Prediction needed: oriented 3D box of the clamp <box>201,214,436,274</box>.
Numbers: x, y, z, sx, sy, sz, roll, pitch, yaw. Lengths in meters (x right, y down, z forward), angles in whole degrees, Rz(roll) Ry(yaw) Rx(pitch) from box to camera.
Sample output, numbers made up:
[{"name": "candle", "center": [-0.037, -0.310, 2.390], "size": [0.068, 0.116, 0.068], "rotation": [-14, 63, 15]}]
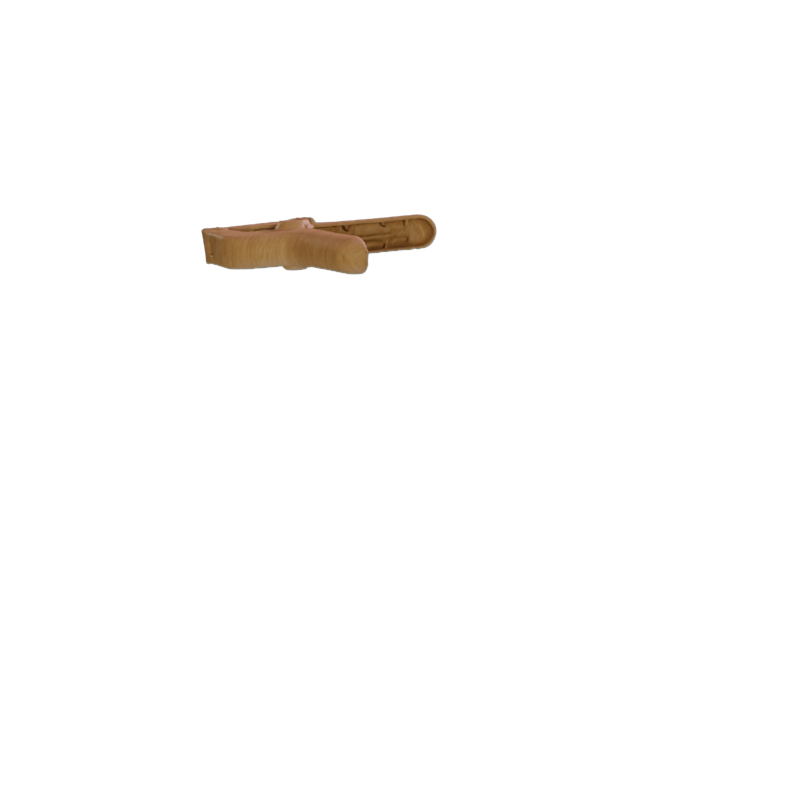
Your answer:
[{"name": "clamp", "center": [-0.062, -0.114, 0.798], "size": [0.179, 0.038, 0.117], "rotation": [9, 15, 36]}]
